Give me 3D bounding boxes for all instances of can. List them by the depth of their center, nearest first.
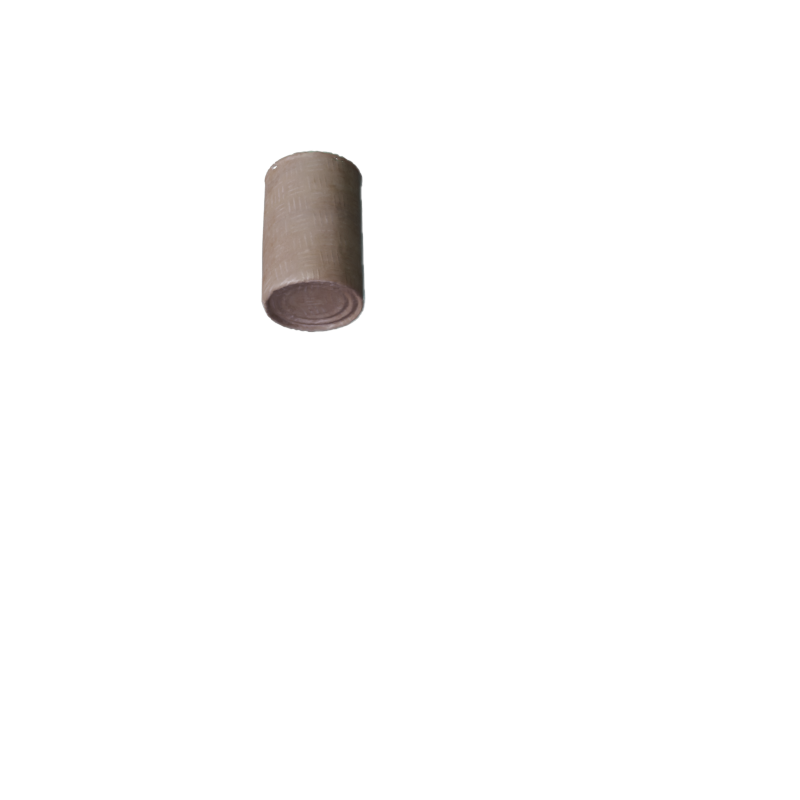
[{"bbox_3d":[-0.058,-0.105,0.737,0.068,0.109,0.064,-1,-31,-2],"label":"can"}]
